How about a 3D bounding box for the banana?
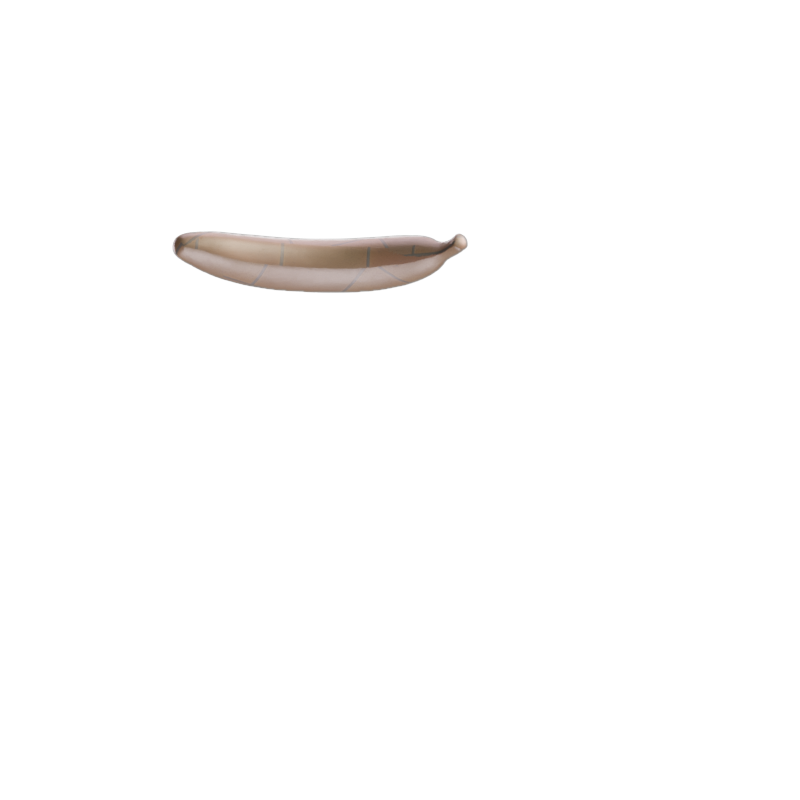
[{"bbox_3d":[-0.055,-0.100,0.769,0.198,0.039,0.065,-2,-26,3],"label":"banana"}]
